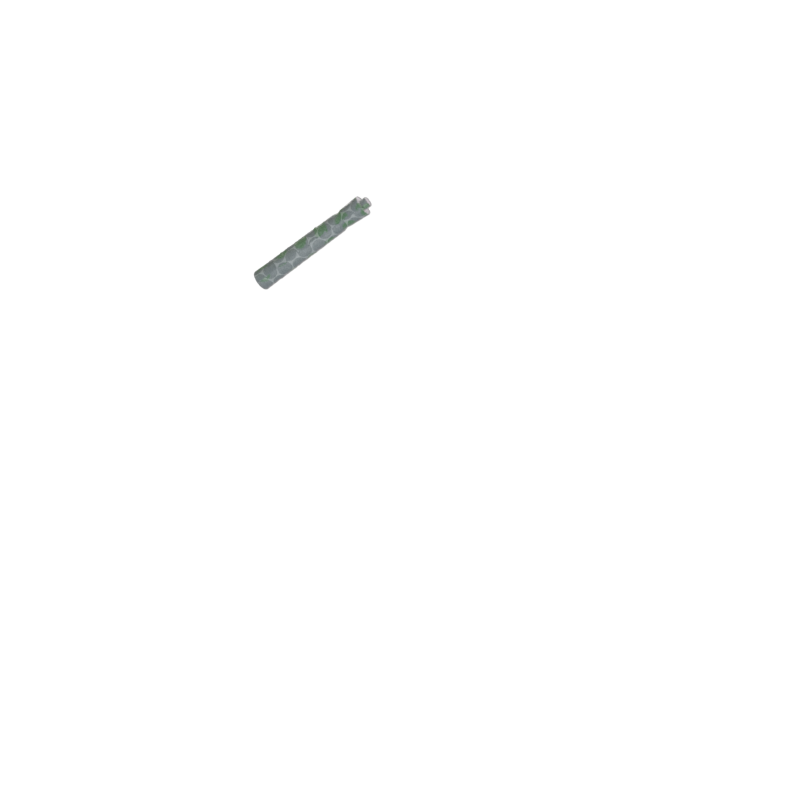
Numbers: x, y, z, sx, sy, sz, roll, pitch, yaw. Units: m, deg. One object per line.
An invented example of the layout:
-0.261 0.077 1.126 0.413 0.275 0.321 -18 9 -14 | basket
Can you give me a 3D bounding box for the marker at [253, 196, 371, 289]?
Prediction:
-0.074 -0.135 0.944 0.120 0.020 0.019 -34 -8 19 | marker
